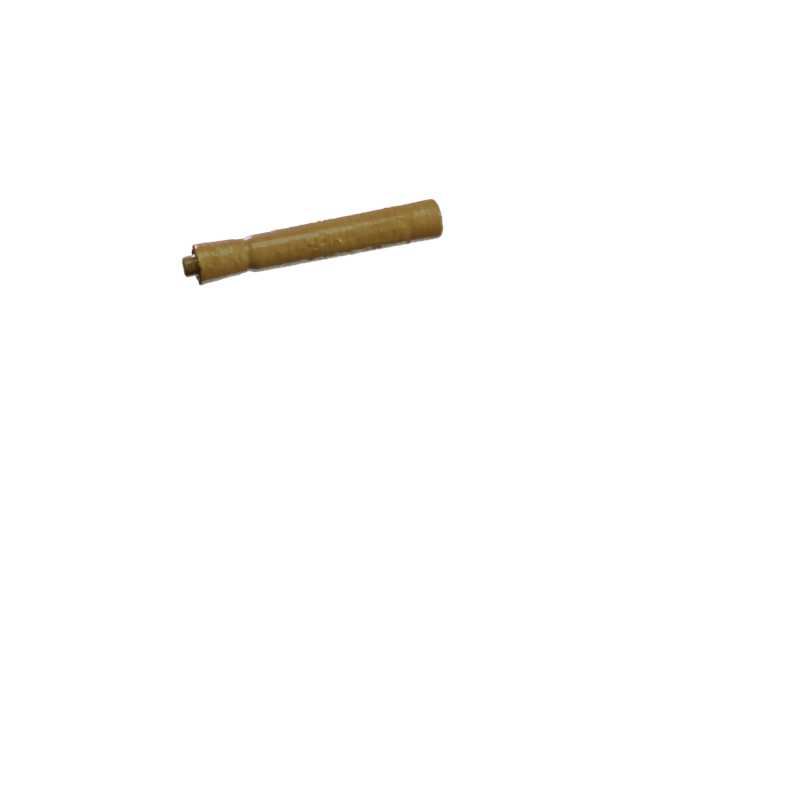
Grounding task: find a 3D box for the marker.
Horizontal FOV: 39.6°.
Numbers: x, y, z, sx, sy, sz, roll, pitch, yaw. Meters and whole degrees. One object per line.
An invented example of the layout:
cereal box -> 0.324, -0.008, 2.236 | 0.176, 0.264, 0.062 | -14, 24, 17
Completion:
marker -> -0.040, -0.072, 0.507 | 0.120, 0.019, 0.020 | -13, 7, -13
